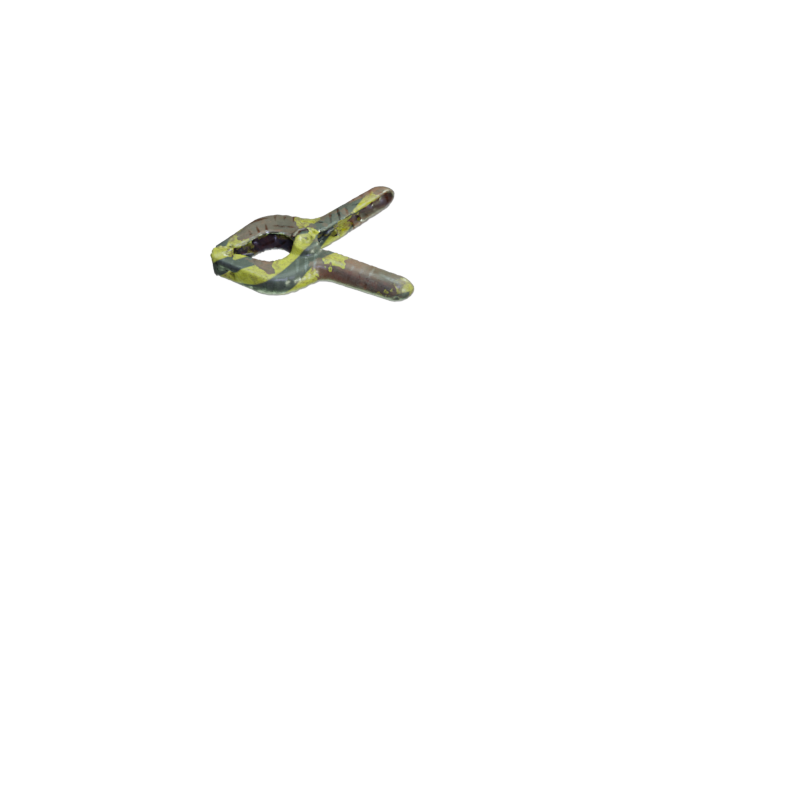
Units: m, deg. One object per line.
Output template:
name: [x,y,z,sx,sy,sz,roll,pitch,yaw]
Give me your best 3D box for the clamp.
clamp: [-0.075,-0.136,0.954,0.172,0.129,0.036,1,-42,1]
